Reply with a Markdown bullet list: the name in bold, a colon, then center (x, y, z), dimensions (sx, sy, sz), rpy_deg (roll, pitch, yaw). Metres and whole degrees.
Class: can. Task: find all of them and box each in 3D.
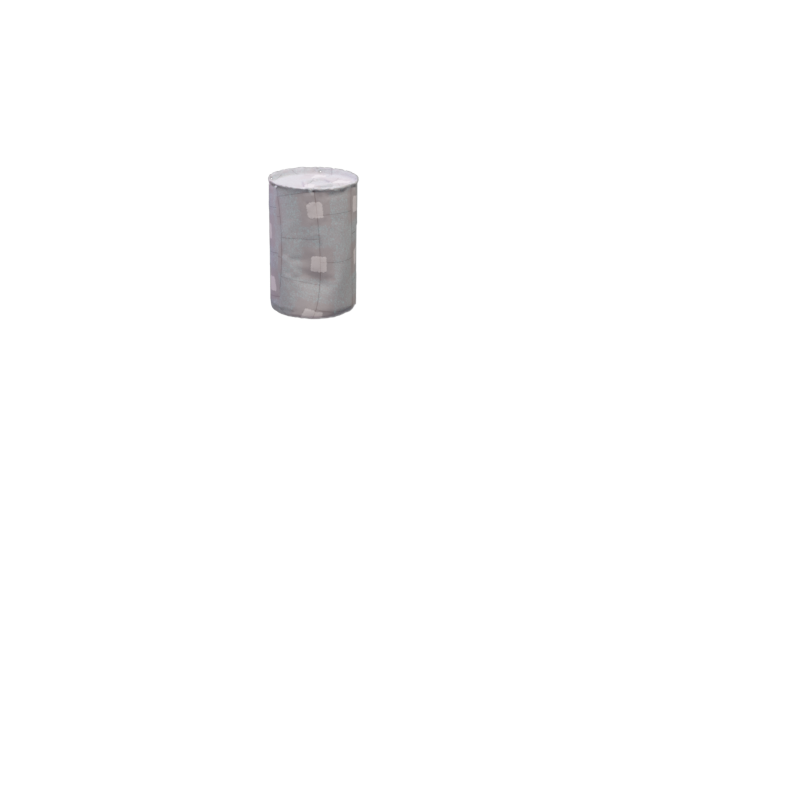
- **can**: center (-0.066, -0.120, 0.843), dimensions (0.068, 0.098, 0.072), rpy_deg (0, 20, -2)
